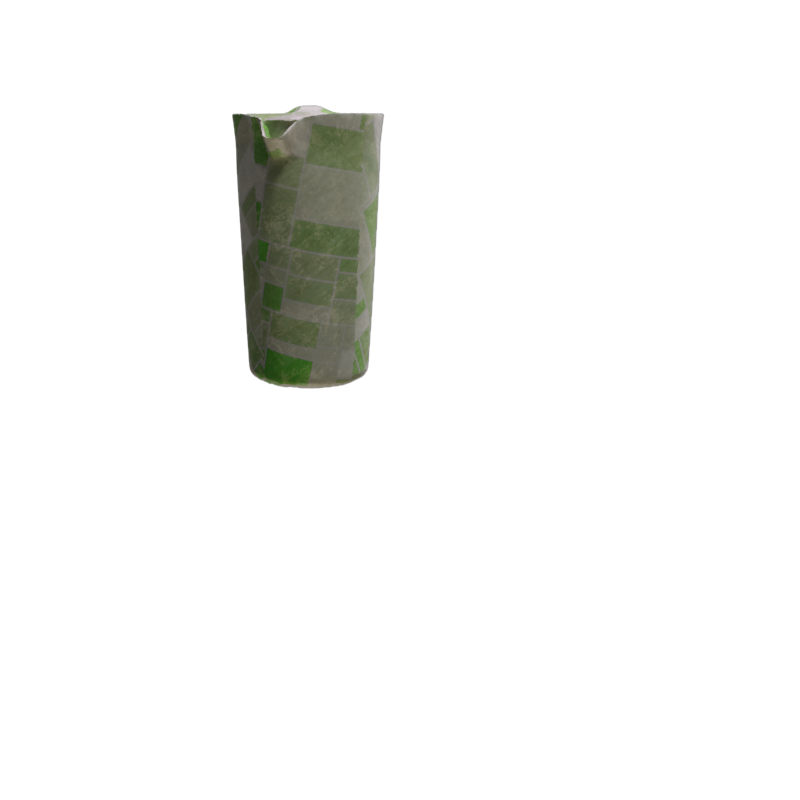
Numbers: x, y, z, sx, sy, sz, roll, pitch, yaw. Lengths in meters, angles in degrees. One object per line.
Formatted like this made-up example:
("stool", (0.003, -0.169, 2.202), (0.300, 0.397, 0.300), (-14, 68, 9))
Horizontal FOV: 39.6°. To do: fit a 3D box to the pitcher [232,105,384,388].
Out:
("pitcher", (-0.078, -0.142, 0.996), (0.145, 0.239, 0.152), (-4, 10, -28))
